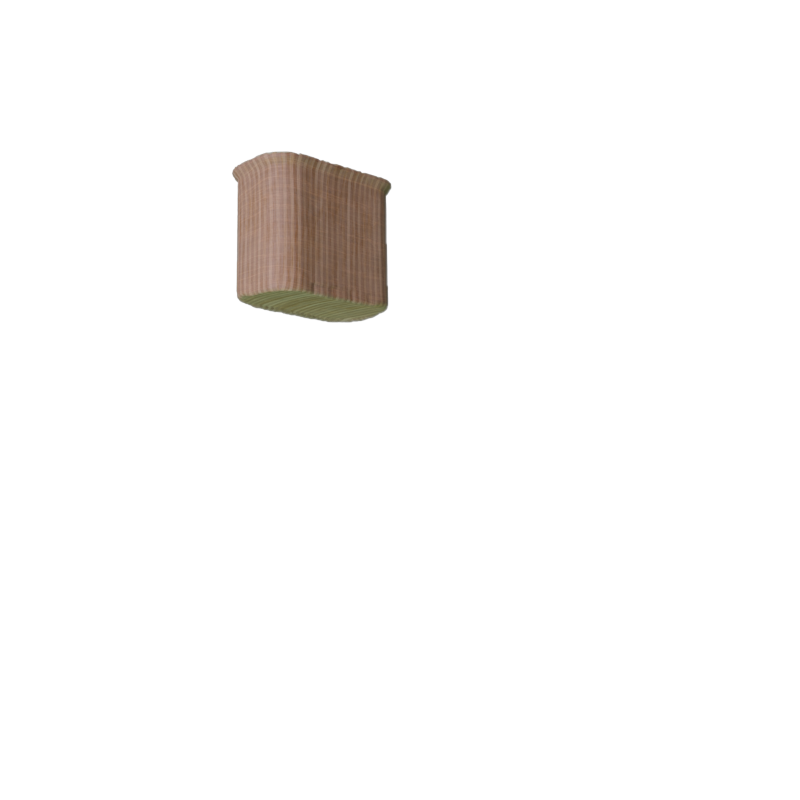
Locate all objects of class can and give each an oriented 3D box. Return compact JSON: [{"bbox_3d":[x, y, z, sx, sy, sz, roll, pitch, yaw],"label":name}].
[{"bbox_3d":[-0.053,-0.097,0.681,0.097,0.087,0.058,10,-18,-41],"label":"can"}]
